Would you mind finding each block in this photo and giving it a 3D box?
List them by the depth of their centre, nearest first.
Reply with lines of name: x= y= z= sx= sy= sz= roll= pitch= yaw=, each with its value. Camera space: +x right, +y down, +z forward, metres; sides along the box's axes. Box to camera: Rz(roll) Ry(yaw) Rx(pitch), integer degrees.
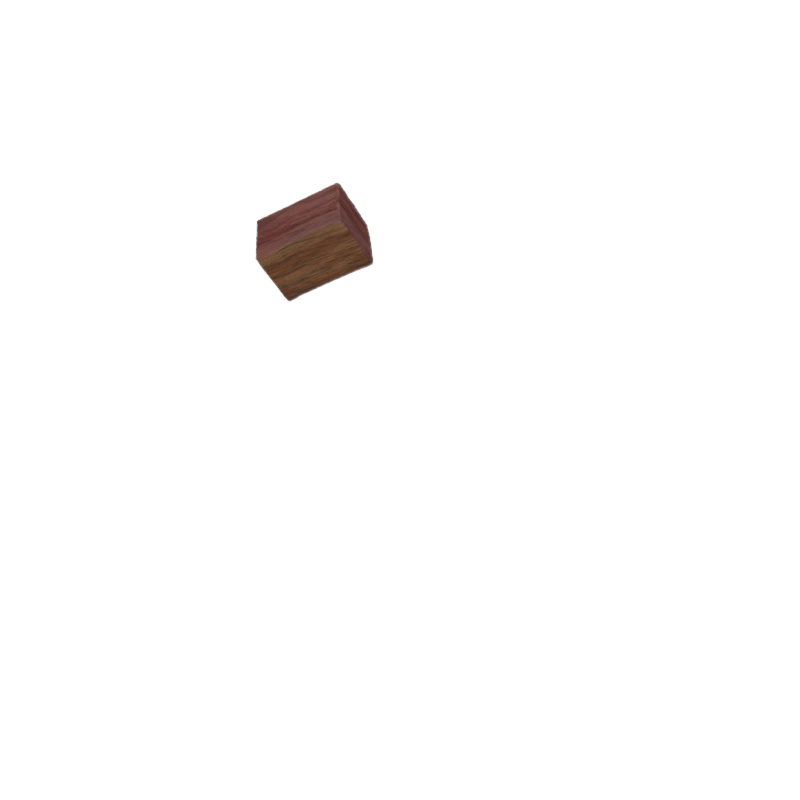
block: x=-0.068 y=-0.124 z=0.870 sx=0.078 sy=0.055 sz=0.049 roll=-22 pitch=-51 yaw=17
